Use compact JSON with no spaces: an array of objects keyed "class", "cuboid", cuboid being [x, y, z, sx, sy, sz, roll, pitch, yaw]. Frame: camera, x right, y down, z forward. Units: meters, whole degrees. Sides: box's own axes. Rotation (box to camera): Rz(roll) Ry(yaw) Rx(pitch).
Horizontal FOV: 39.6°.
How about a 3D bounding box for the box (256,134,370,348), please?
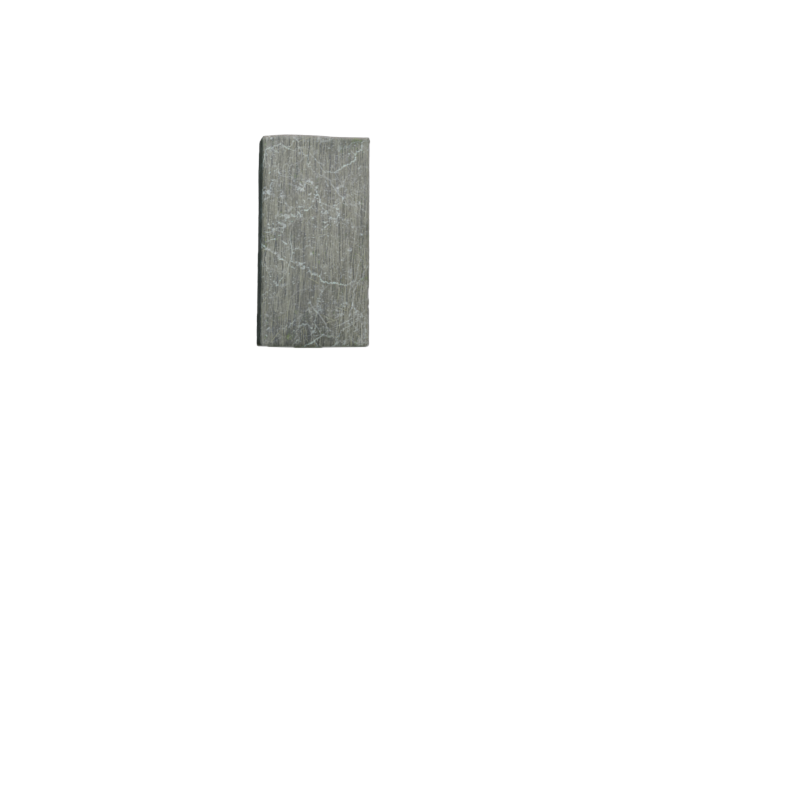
[{"class":"box","cuboid":[-0.073,-0.133,0.930,0.092,0.177,0.048,0,-2,-9]}]
